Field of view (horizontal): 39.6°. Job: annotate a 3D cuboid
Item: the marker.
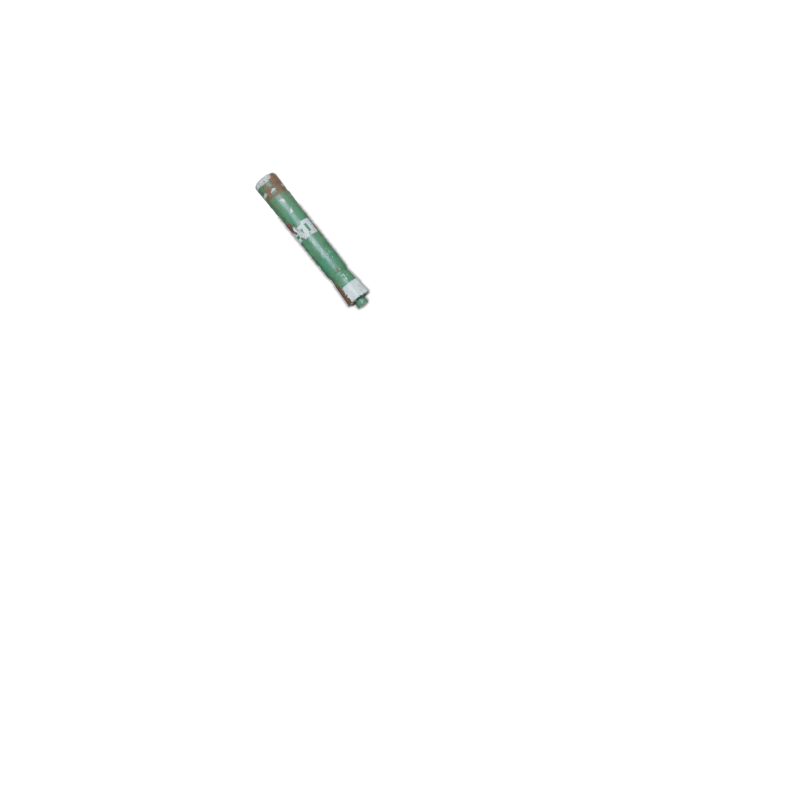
[{"bbox_3d":[-0.063,-0.116,0.810,0.020,0.126,0.019,-35,-15,-11],"label":"marker"}]
